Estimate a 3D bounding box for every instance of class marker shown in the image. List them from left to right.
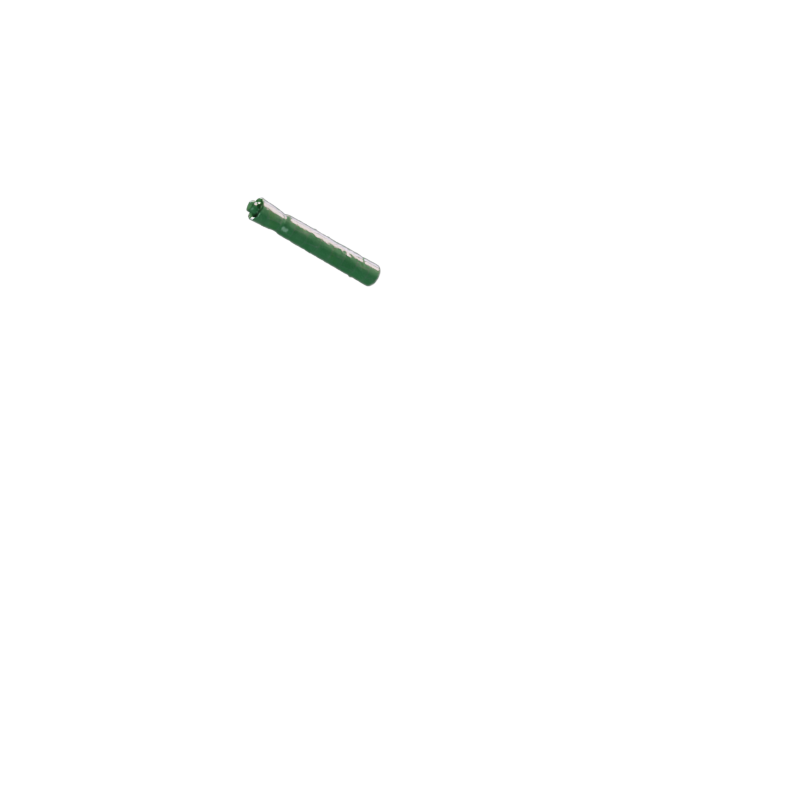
[{"bbox_3d":[-0.065,-0.119,0.836,0.114,0.020,0.020,27,-11,-29],"label":"marker"}]
